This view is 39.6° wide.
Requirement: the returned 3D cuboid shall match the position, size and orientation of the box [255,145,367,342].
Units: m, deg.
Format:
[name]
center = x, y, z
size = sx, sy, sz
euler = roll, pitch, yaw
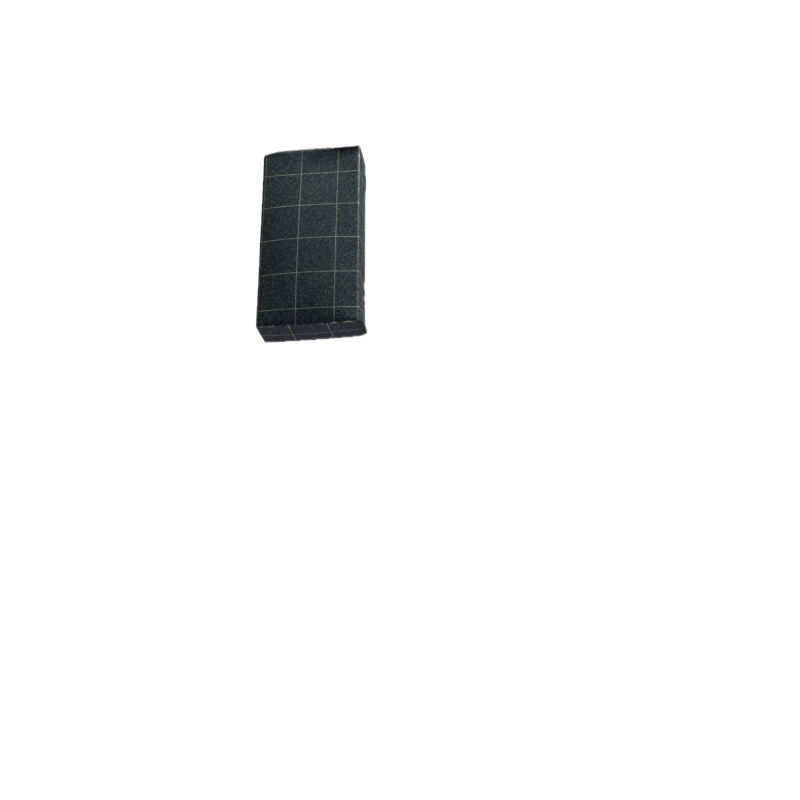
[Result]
[box]
center = -0.078, -0.142, 0.993
size = 0.094, 0.186, 0.045
euler = -5, -23, 8
